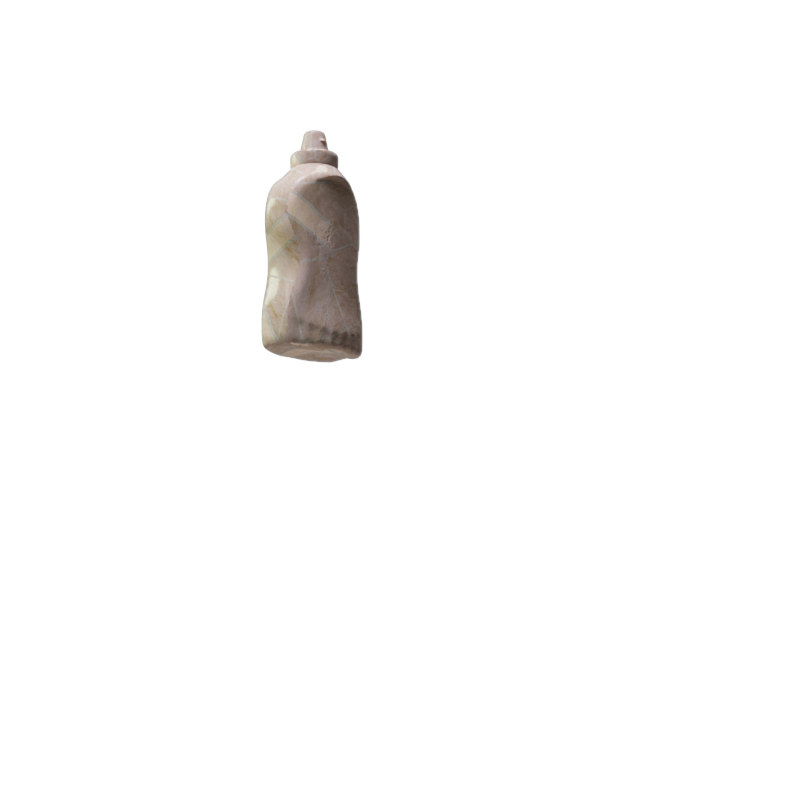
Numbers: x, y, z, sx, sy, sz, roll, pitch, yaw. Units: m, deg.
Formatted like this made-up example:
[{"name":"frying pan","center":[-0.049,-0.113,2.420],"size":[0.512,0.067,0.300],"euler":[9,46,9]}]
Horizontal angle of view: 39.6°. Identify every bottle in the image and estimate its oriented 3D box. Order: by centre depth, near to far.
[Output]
[{"name":"bottle","center":[-0.072,-0.132,0.923],"size":[0.060,0.199,0.091],"euler":[-13,-18,39]}]
